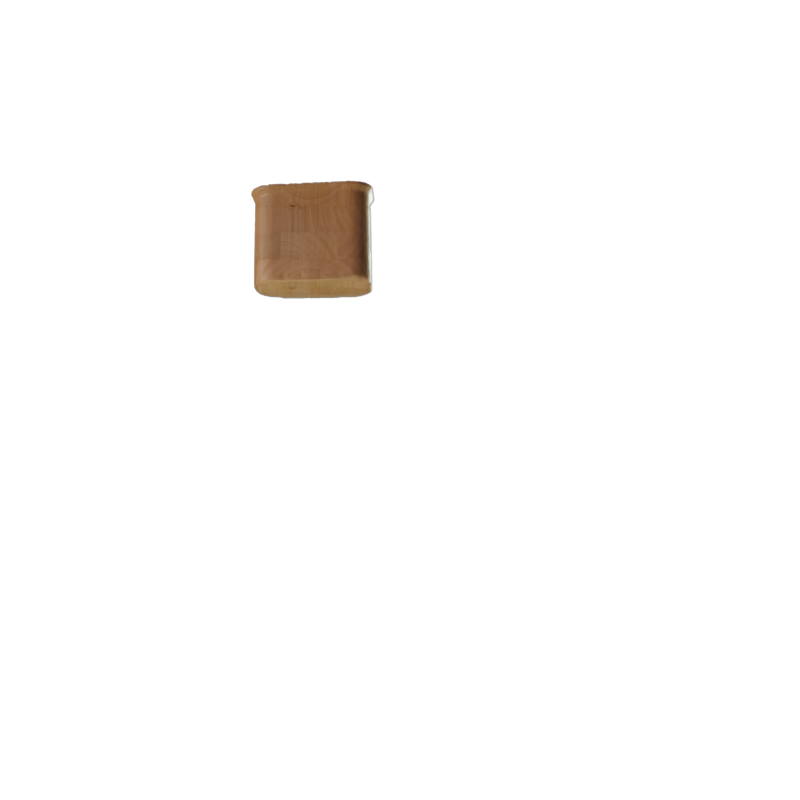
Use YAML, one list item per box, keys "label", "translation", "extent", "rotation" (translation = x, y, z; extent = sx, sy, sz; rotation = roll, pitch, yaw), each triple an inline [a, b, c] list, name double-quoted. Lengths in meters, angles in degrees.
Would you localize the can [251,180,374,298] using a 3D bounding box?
- label: "can"
  translation: [-0.072, -0.131, 0.917]
  extent: [0.102, 0.087, 0.055]
  rotation: [-2, -17, 4]
